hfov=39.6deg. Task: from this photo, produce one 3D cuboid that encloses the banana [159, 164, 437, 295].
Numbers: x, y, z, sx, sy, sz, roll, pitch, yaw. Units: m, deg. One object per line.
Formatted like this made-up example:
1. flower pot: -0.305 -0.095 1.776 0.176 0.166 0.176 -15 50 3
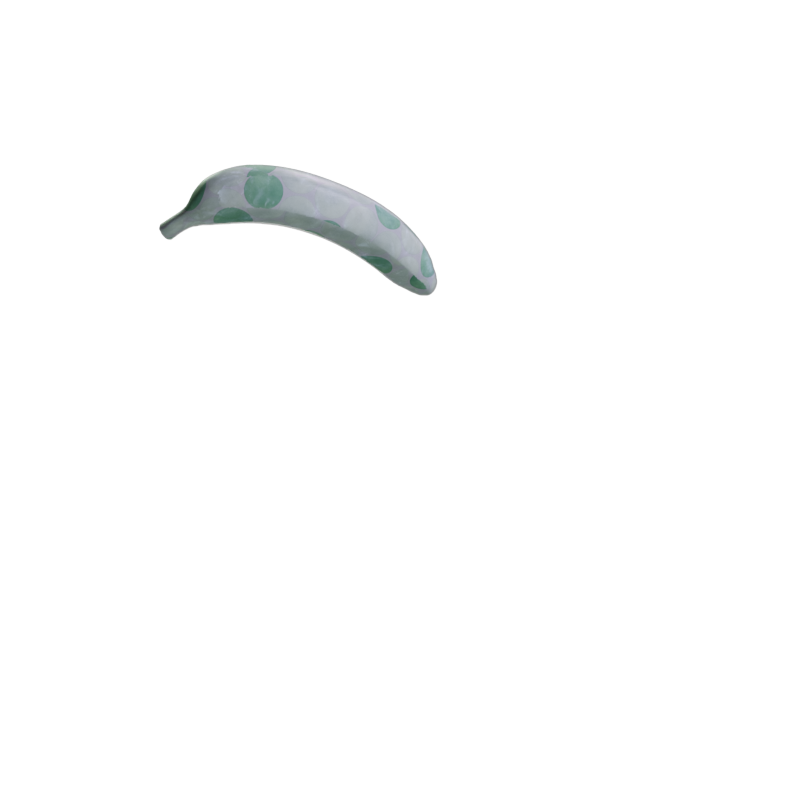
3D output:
1. banana: -0.054 -0.116 0.730 0.191 0.039 0.067 13 -37 -18
